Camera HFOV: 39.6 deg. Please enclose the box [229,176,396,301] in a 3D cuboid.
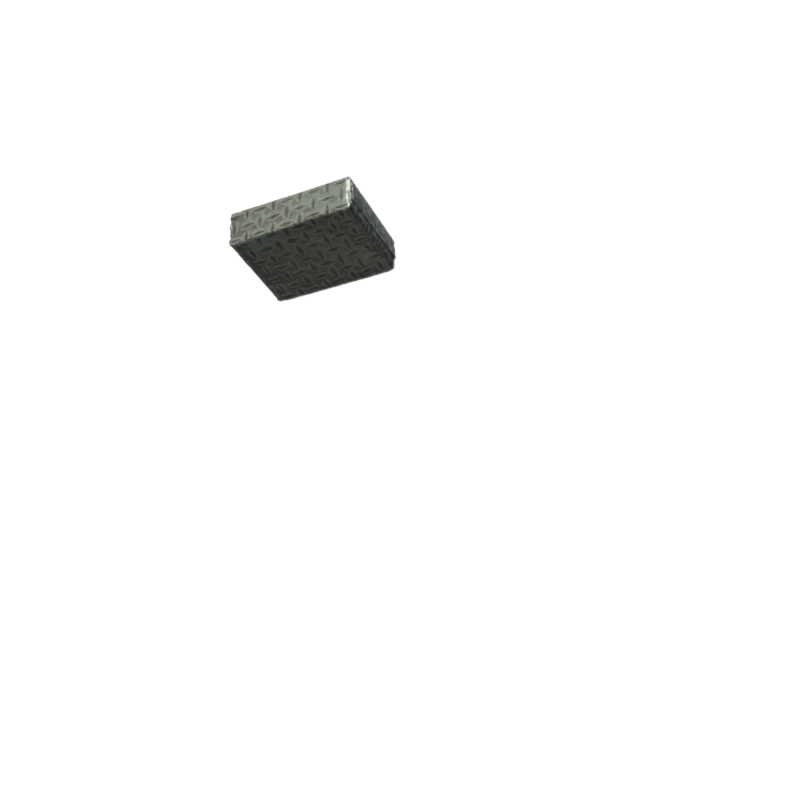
[{"bbox_3d":[-0.072,-0.132,0.922,0.115,0.042,0.083,-16,-39,19],"label":"box"}]
